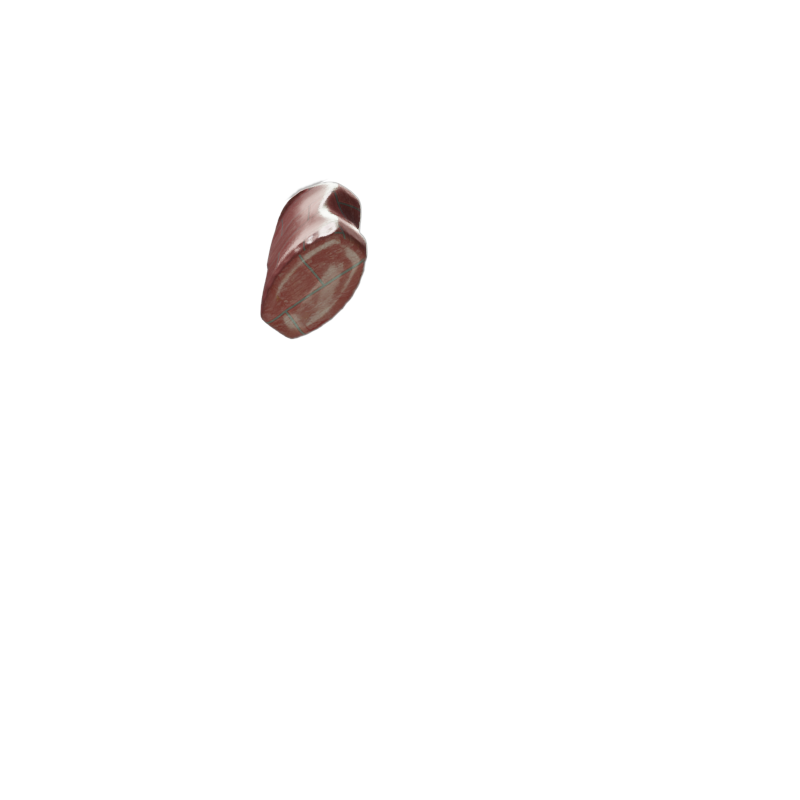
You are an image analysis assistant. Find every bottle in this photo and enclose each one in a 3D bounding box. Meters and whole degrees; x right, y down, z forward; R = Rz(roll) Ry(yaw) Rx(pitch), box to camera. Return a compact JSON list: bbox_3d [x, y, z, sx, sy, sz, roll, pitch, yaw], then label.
[{"bbox_3d":[-0.071,-0.130,0.914,0.056,0.094,0.203,34,21,-20],"label":"bottle"}]
